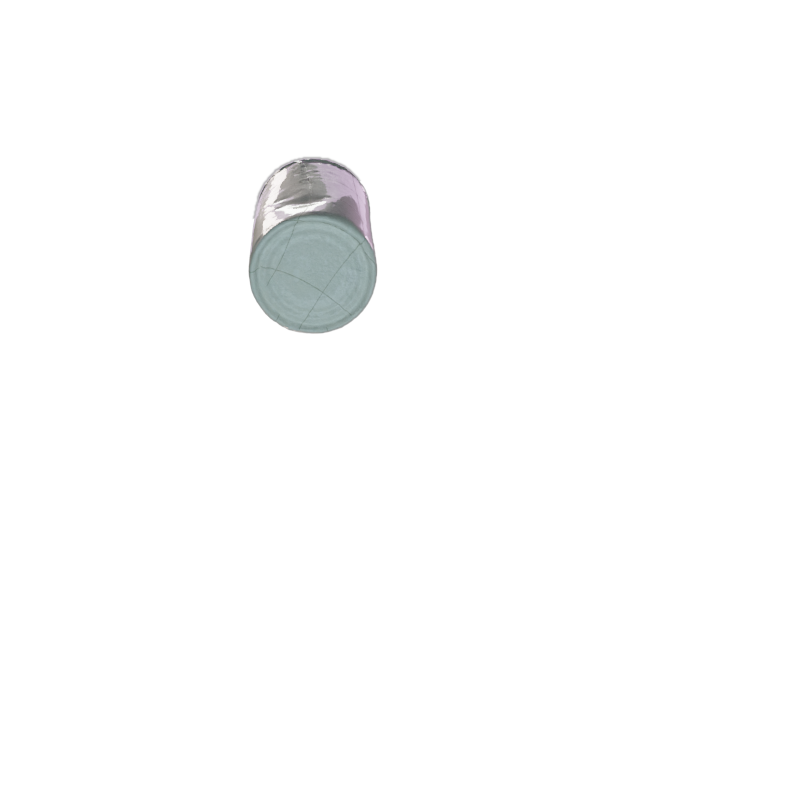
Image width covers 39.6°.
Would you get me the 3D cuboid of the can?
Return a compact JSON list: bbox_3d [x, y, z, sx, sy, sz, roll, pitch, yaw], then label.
[{"bbox_3d":[-0.048,-0.087,0.612,0.068,0.065,0.108,0,25,-3],"label":"can"}]
